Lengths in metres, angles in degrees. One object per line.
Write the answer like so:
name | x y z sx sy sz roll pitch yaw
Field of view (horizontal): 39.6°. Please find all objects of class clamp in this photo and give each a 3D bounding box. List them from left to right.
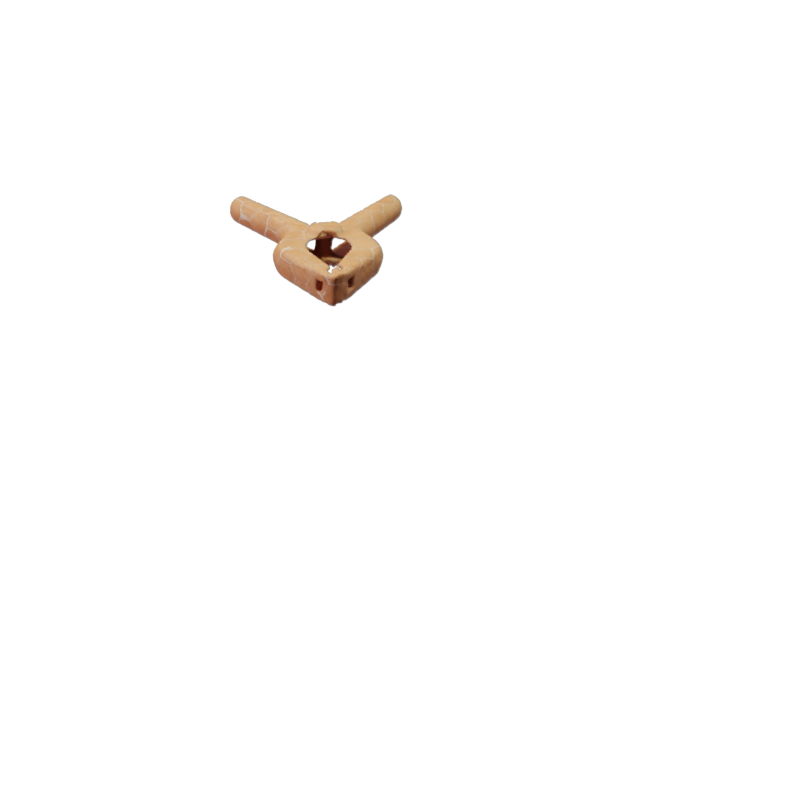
clamp | -0.077 -0.141 0.989 0.165 0.034 0.222 0 29 -1
